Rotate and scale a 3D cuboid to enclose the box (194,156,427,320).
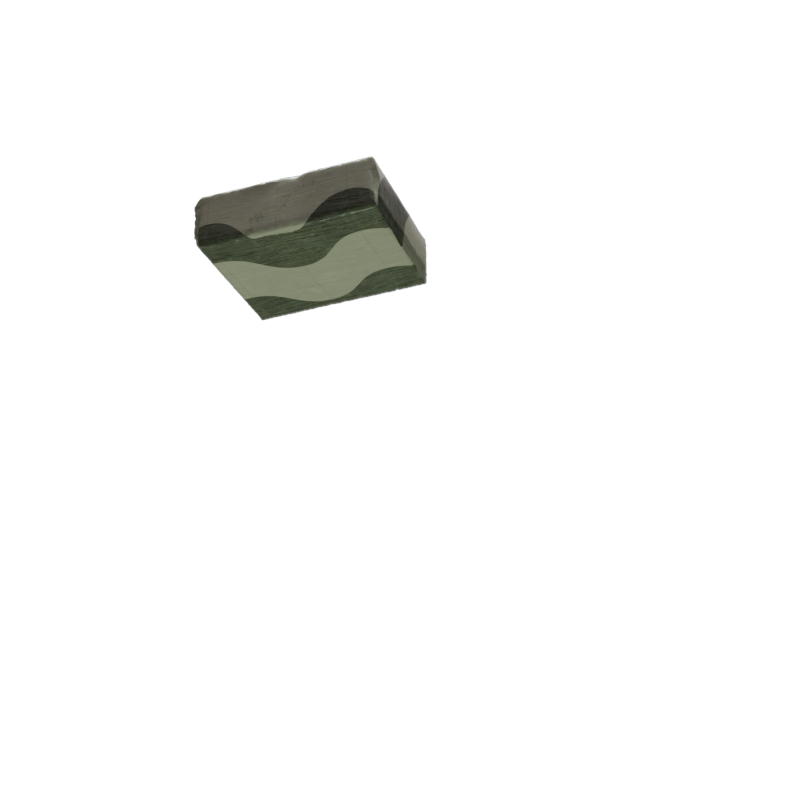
[{"bbox_3d":[-0.041,-0.074,0.516,0.090,0.032,0.068,-10,-29,18],"label":"box"}]
